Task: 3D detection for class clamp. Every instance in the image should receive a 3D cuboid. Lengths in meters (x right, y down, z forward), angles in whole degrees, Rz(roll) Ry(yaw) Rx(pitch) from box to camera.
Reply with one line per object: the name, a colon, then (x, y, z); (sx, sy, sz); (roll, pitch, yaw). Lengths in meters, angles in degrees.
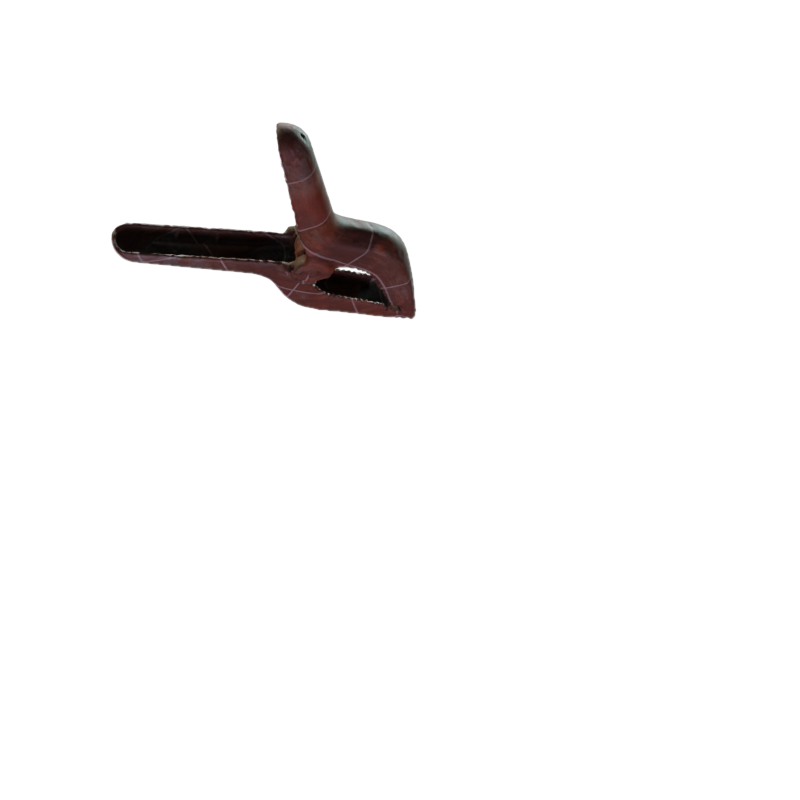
clamp: (-0.056, -0.102, 0.712); (0.198, 0.039, 0.164); (20, -32, -36)
